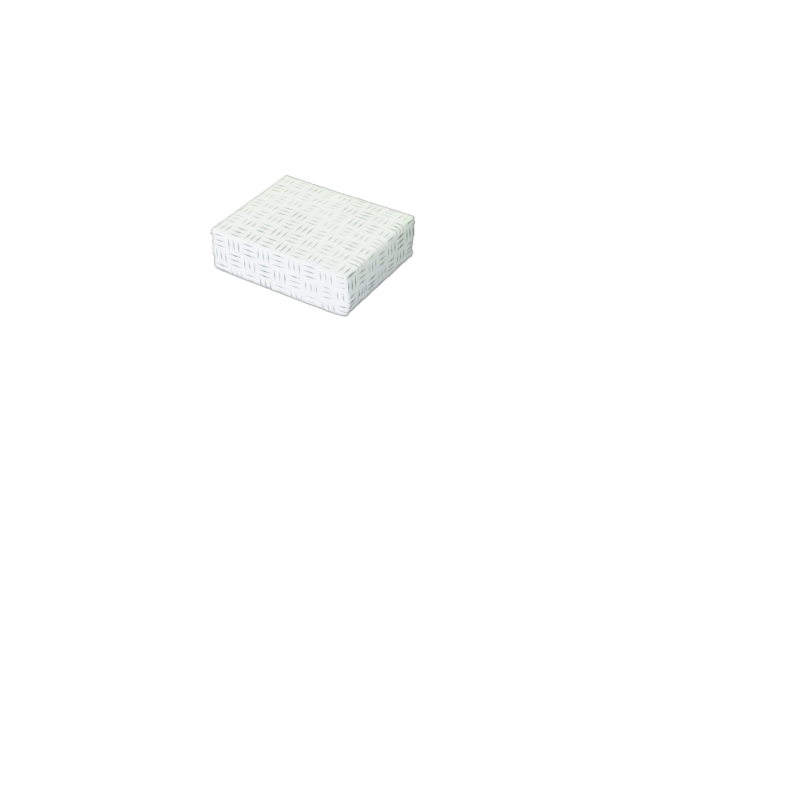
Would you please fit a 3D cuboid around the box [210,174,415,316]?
[{"bbox_3d":[-0.060,-0.109,0.766,0.119,0.036,0.092,23,44,25],"label":"box"}]
